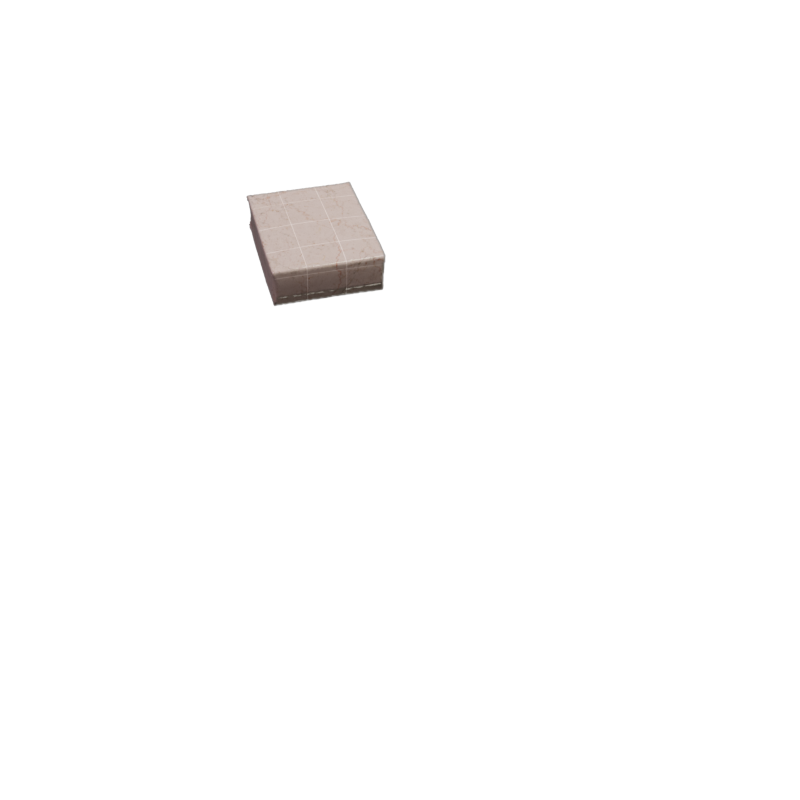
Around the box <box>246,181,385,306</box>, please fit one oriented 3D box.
[{"bbox_3d":[-0.070,-0.127,0.891,0.089,0.036,0.123,-9,40,-12],"label":"box"}]
